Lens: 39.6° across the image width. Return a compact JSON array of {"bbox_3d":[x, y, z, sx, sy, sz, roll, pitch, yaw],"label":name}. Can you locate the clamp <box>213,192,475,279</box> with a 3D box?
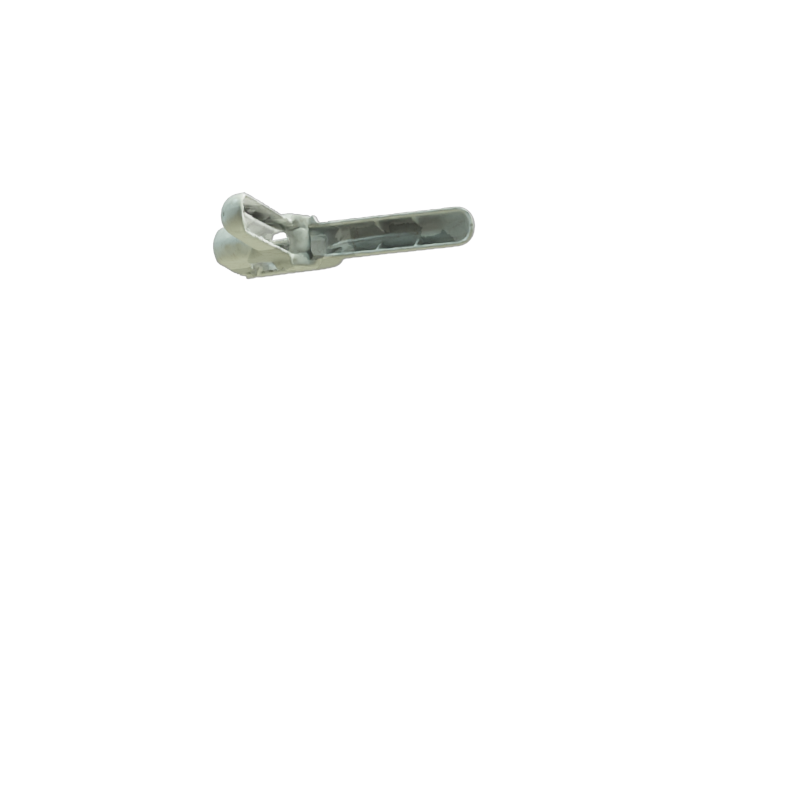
[{"bbox_3d":[-0.058,-0.107,0.747,0.160,0.037,0.212,0,-1,-19],"label":"clamp"}]
